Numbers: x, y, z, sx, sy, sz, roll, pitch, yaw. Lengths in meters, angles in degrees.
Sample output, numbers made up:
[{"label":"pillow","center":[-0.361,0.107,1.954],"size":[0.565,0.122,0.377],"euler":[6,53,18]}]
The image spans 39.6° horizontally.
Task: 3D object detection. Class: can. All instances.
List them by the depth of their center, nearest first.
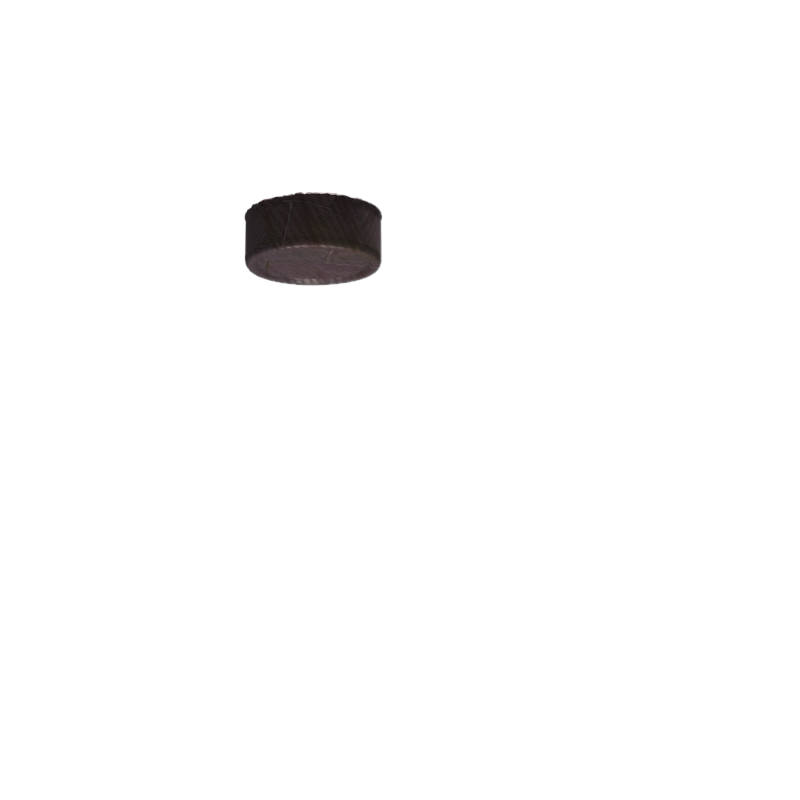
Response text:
[{"label":"can","center":[-0.054,-0.098,0.686],"size":[0.086,0.035,0.083],"euler":[0,-12,-2]}]
